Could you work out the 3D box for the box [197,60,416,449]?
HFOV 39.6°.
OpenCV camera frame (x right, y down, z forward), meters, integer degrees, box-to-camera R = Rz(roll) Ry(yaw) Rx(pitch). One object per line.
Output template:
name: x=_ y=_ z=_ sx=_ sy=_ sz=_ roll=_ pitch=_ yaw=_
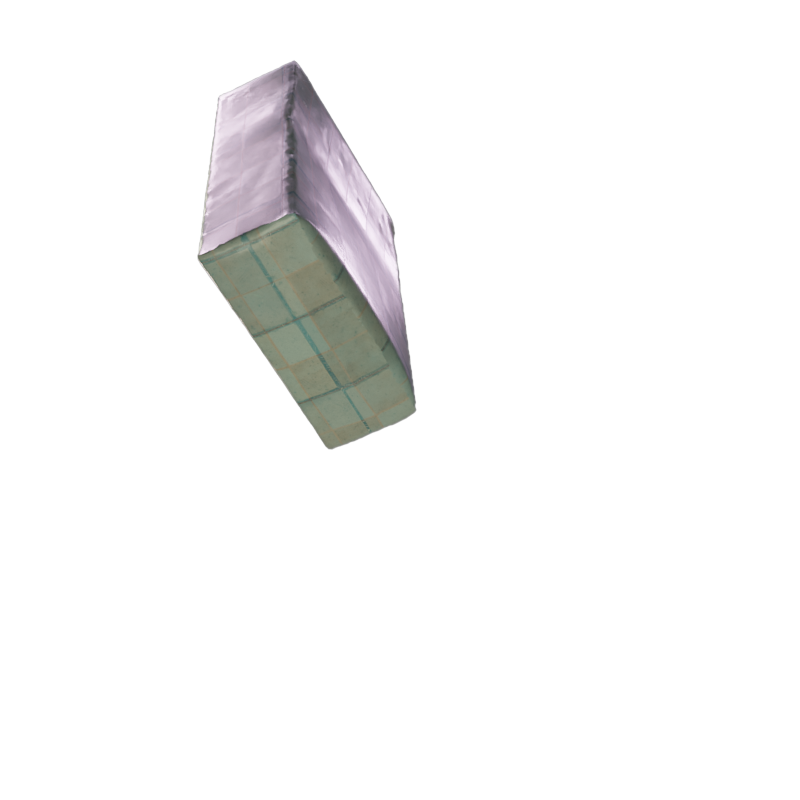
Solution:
box: x=-0.057 y=-0.103 z=0.723 sx=0.072 sy=0.153 sz=0.229 roll=-24 pitch=35 yaw=14
